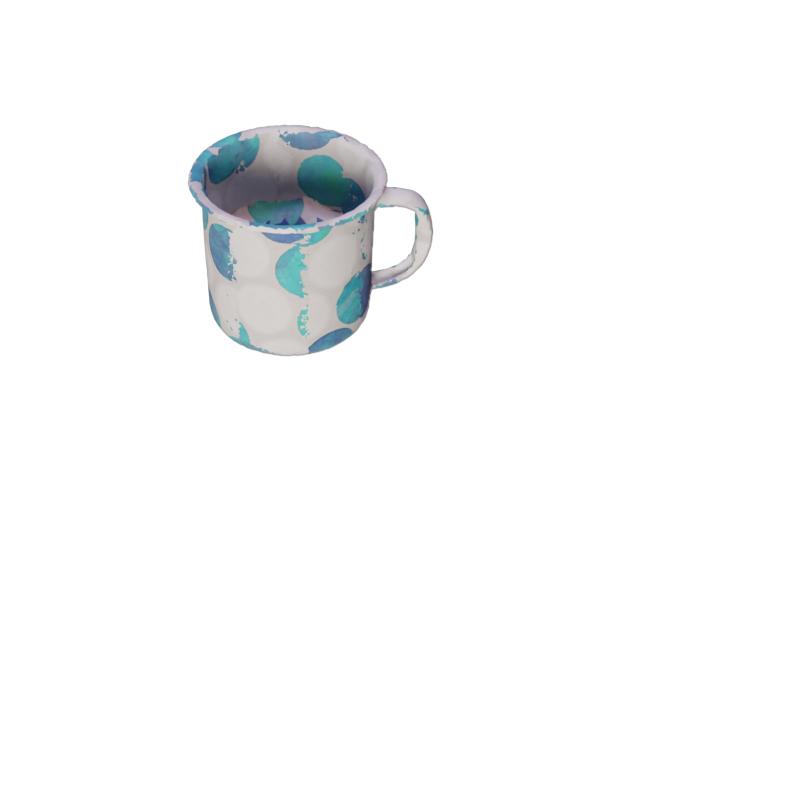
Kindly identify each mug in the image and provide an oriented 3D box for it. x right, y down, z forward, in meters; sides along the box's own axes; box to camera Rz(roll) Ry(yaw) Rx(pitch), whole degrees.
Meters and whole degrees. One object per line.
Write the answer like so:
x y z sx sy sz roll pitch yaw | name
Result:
-0.042 -0.077 0.542 0.116 0.076 0.100 -5 40 -7 | mug
